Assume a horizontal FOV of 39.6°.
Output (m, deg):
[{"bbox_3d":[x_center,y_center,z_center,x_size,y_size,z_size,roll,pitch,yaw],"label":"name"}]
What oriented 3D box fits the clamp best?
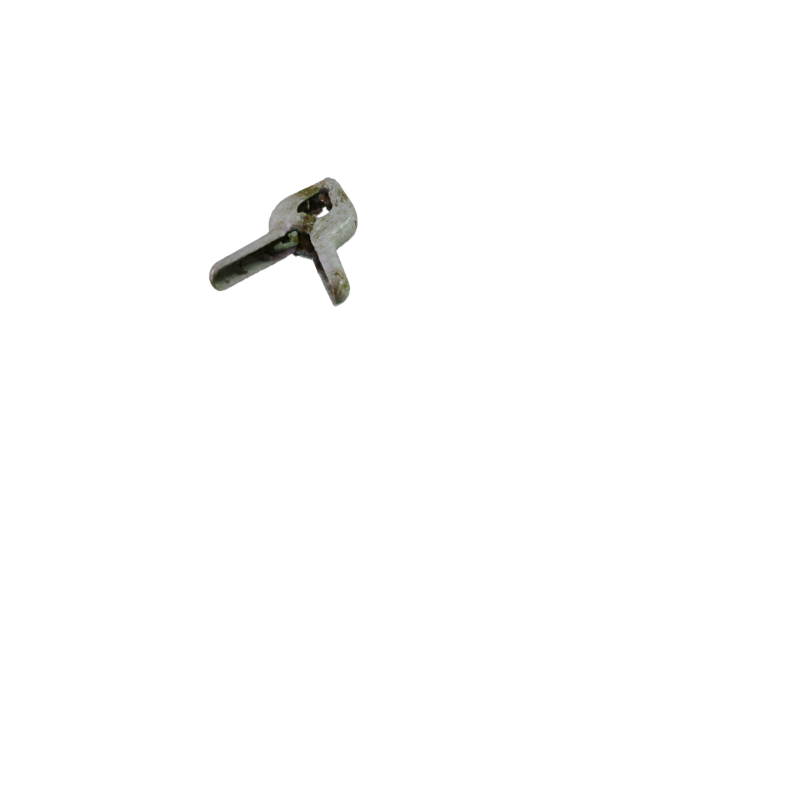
[{"bbox_3d":[-0.075,-0.137,0.962,0.124,0.037,0.177,17,45,17],"label":"clamp"}]
